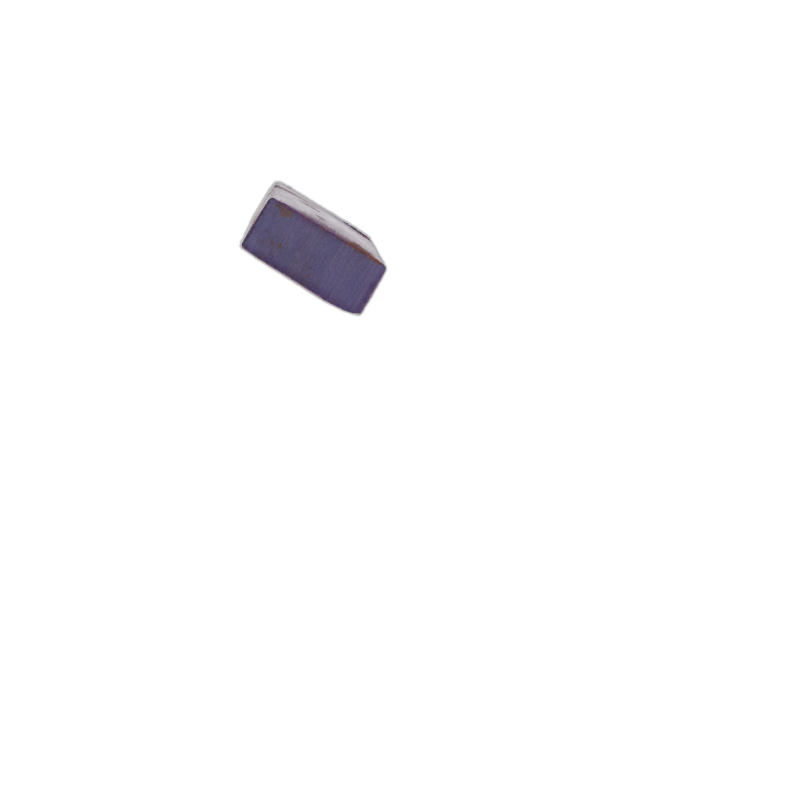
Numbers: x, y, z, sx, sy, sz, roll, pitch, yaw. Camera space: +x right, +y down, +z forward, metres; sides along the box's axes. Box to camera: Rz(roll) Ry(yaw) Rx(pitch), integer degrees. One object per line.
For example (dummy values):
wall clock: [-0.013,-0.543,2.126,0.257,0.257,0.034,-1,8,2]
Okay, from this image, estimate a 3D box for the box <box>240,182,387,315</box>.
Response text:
box: [-0.063,-0.116,0.809,0.092,0.047,0.182,30,12,-11]
